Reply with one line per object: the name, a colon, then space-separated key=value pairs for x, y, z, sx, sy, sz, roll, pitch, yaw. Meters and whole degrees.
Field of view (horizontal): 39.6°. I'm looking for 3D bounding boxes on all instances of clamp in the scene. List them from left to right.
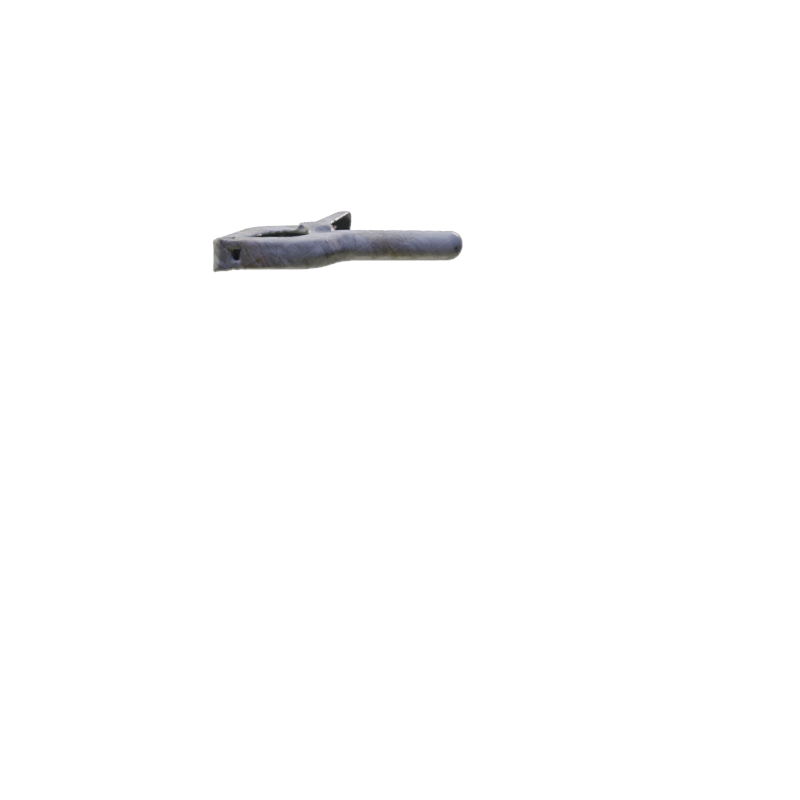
clamp: x=-0.076 y=-0.138 z=0.964 sx=0.204 sy=0.035 sz=0.174 roll=-10 pitch=19 yaw=-31
